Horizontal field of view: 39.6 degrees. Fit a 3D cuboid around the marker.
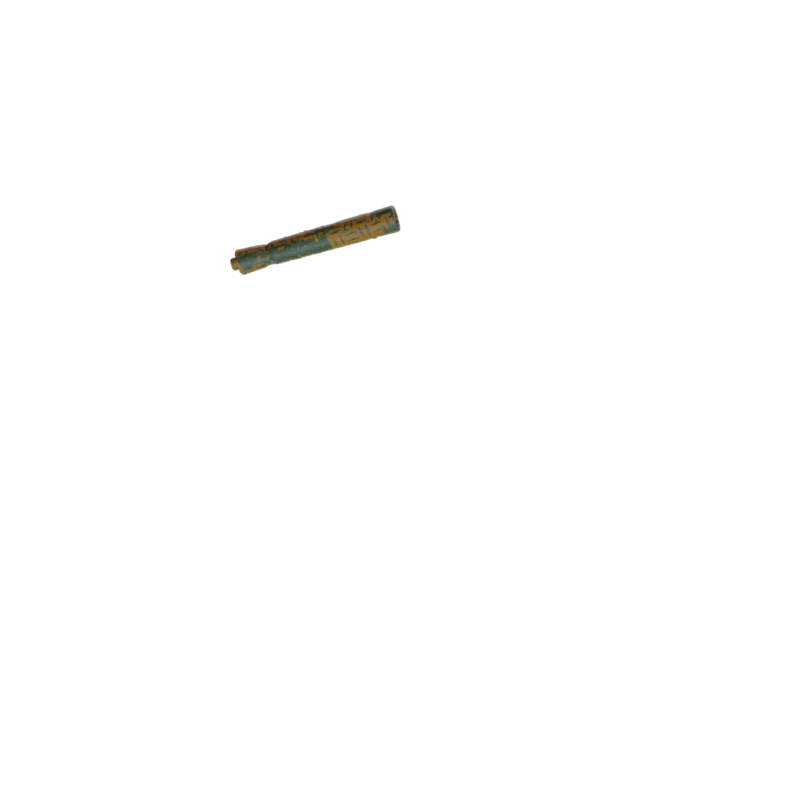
[{"bbox_3d":[-0.060,-0.110,0.768,0.122,0.020,0.020,-14,1,11],"label":"marker"}]
